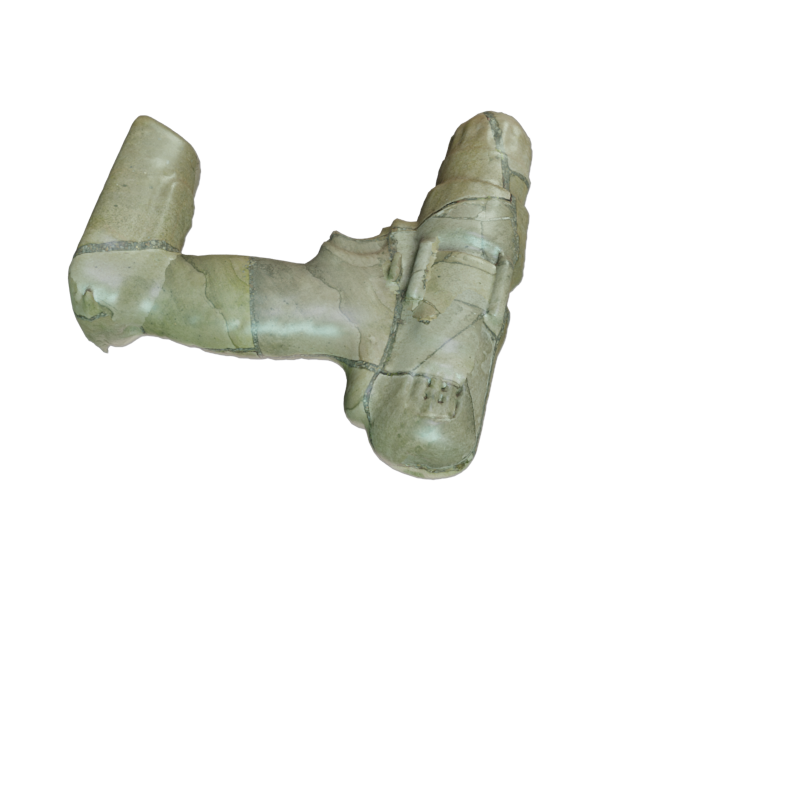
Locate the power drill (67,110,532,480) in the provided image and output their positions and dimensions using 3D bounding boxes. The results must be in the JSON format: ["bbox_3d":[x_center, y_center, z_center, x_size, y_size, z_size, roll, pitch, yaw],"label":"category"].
[{"bbox_3d":[-0.039,-0.071,0.497,0.190,0.194,0.054,12,-32,7],"label":"power drill"}]
